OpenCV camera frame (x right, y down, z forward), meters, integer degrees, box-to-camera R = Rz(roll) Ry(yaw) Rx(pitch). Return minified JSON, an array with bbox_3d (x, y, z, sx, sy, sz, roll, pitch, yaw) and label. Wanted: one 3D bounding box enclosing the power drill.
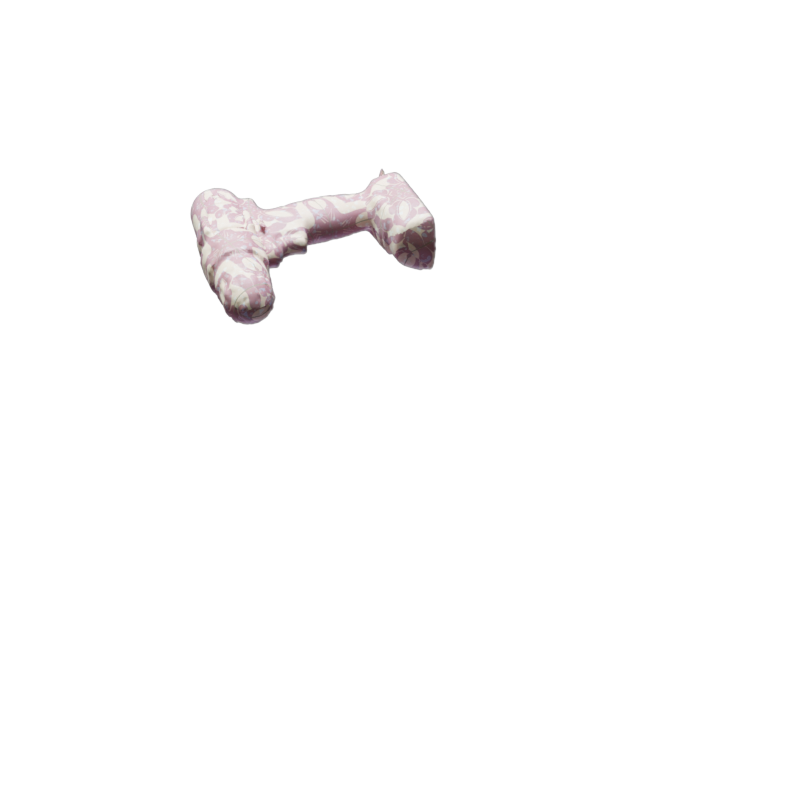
[{"bbox_3d":[-0.070,-0.129,0.900,0.185,0.054,0.199,-9,36,-13],"label":"power drill"}]
